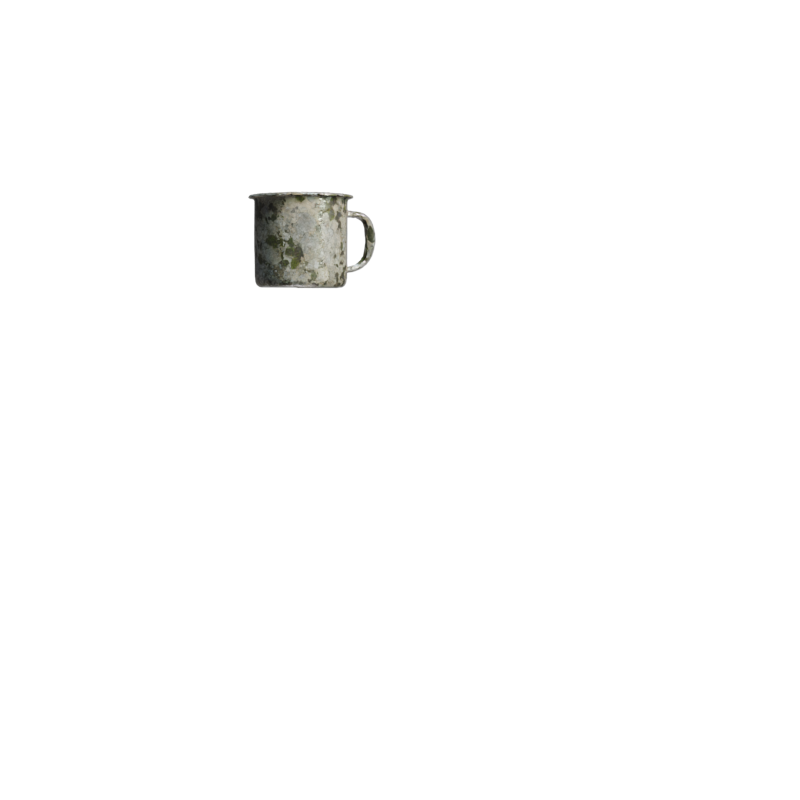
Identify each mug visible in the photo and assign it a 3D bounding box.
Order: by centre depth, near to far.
[{"bbox_3d":[-0.077,-0.140,0.982,0.114,0.081,0.096,-2,3,-25],"label":"mug"}]
